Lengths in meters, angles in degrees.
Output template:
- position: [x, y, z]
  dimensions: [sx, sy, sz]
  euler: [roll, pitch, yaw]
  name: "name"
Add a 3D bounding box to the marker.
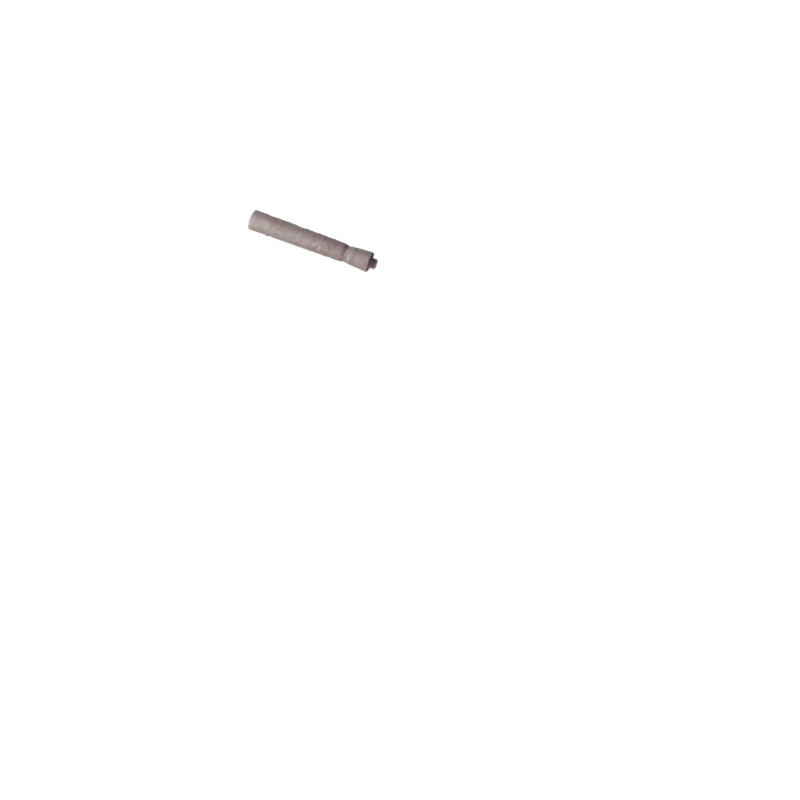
- position: [-0.078, -0.142, 0.992]
  dimensions: [0.124, 0.020, 0.019]
  euler: [21, 8, 11]
  name: "marker"
